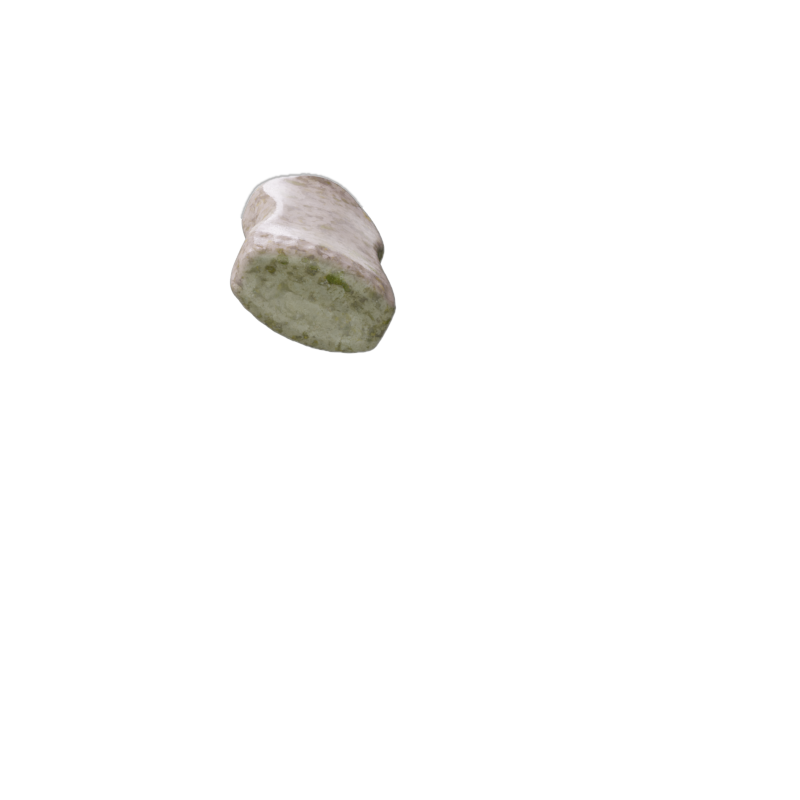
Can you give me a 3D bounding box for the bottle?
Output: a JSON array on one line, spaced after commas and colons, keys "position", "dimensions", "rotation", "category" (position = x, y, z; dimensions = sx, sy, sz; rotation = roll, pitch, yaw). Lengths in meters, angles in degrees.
[{"position": [-0.056, -0.102, 0.718], "dimensions": [0.094, 0.056, 0.203], "rotation": [20, 25, -13], "category": "bottle"}]
